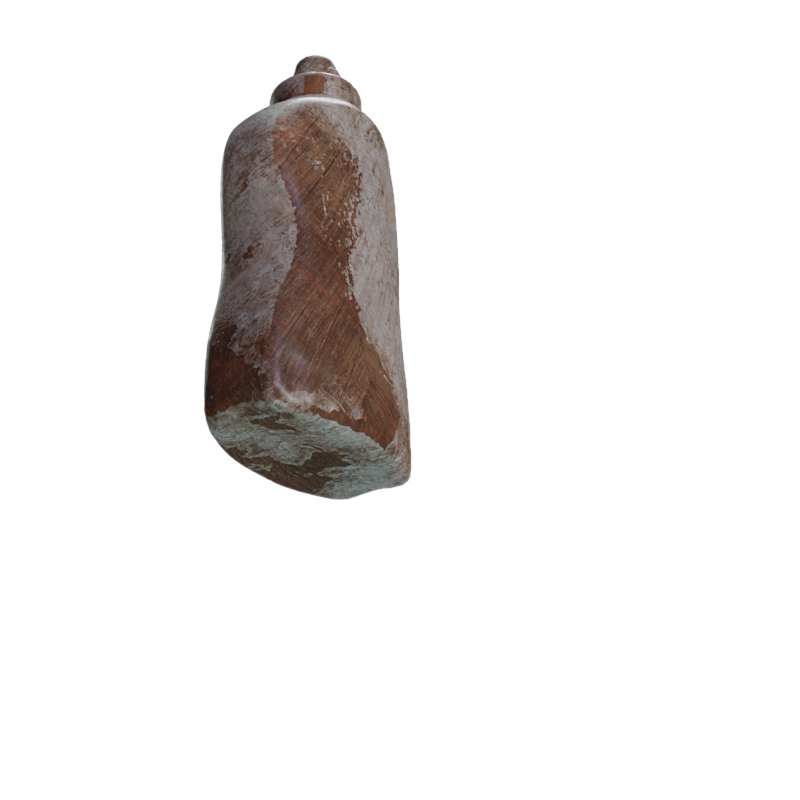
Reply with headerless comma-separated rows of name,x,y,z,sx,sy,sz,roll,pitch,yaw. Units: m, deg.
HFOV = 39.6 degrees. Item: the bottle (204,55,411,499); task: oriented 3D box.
bottle,-0.035,-0.065,0.453,0.059,0.204,0.089,-21,-36,28
